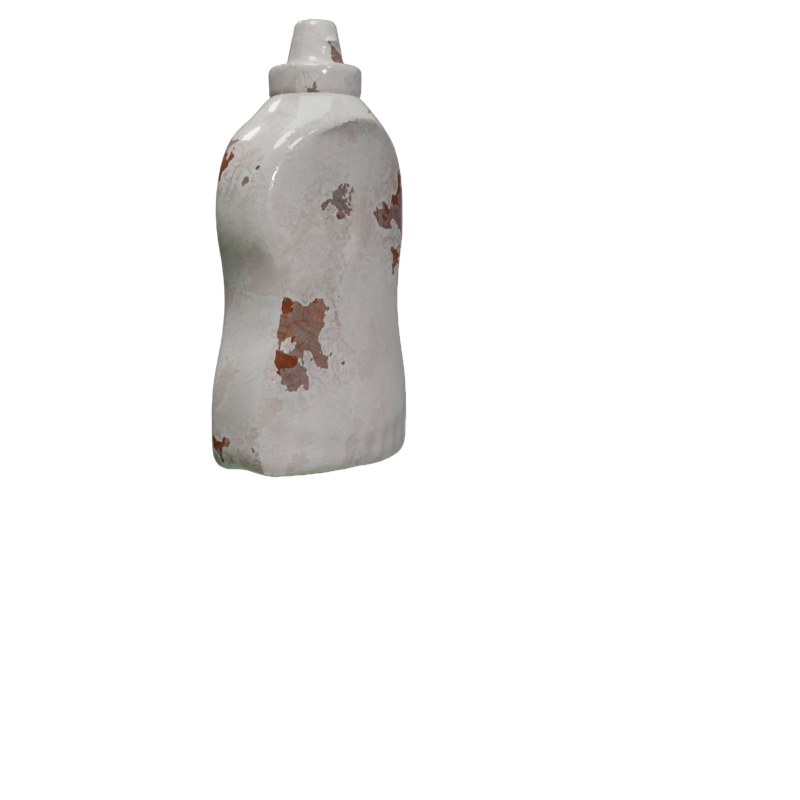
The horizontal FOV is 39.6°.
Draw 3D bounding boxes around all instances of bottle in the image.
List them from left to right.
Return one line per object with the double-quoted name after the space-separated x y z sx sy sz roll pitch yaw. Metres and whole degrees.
-0.037 -0.069 0.483 0.061 0.192 0.092 -1 0 43 "bottle"
